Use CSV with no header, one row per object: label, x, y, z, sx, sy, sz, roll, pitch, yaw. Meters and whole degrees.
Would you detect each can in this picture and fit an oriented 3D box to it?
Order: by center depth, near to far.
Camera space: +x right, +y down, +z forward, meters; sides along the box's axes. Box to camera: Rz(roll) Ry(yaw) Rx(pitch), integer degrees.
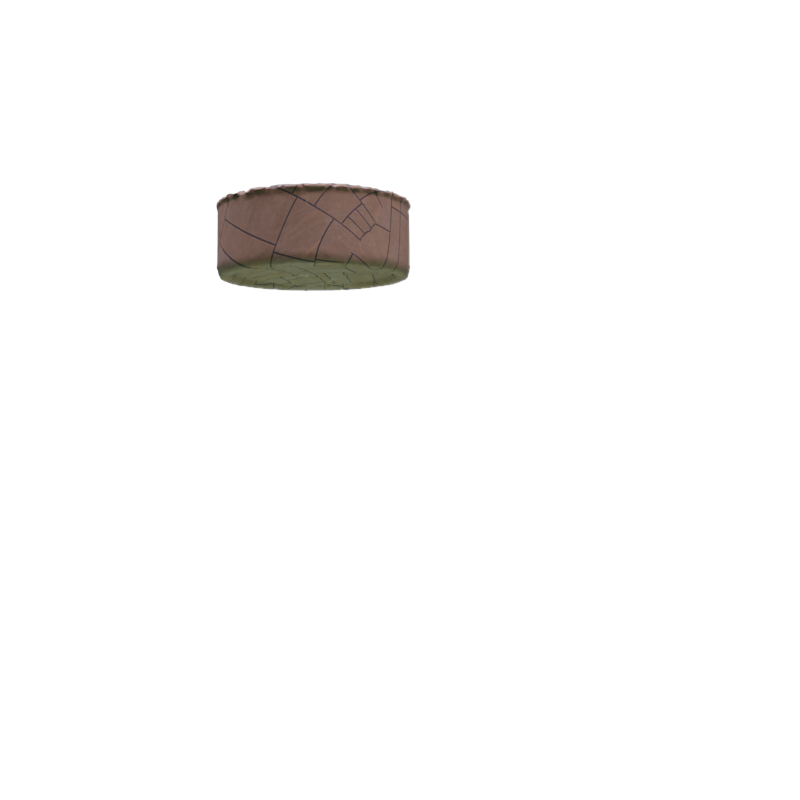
can,-0.038,-0.070,0.488,0.086,0.034,0.085,0,-3,-2
